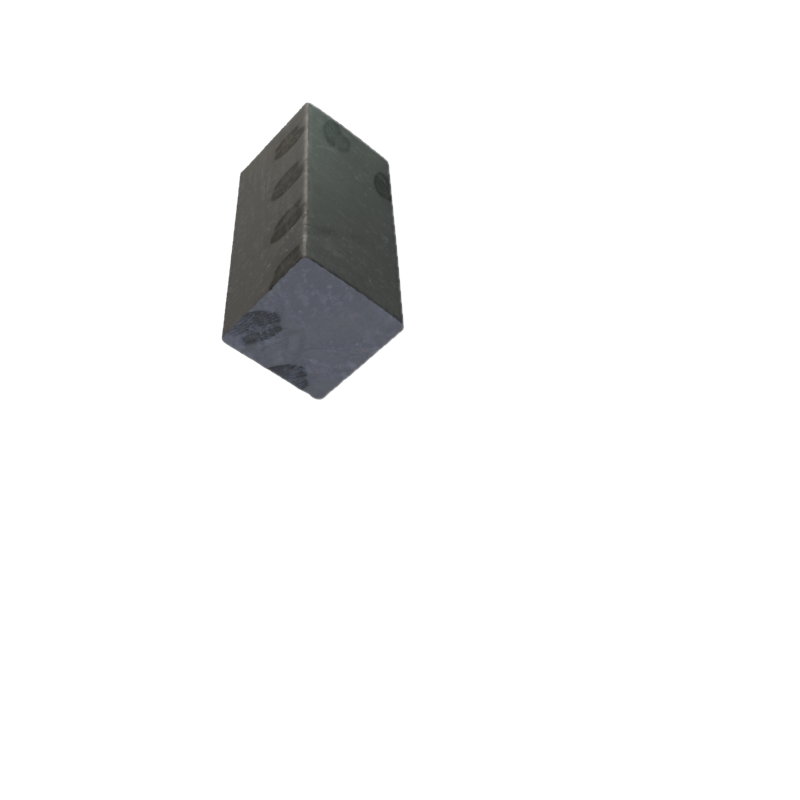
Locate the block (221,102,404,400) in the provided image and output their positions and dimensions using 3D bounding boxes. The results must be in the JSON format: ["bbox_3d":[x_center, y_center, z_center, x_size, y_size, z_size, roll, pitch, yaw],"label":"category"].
[{"bbox_3d":[-0.063,-0.116,0.811,0.085,0.221,0.089,33,-59,-27],"label":"block"}]
